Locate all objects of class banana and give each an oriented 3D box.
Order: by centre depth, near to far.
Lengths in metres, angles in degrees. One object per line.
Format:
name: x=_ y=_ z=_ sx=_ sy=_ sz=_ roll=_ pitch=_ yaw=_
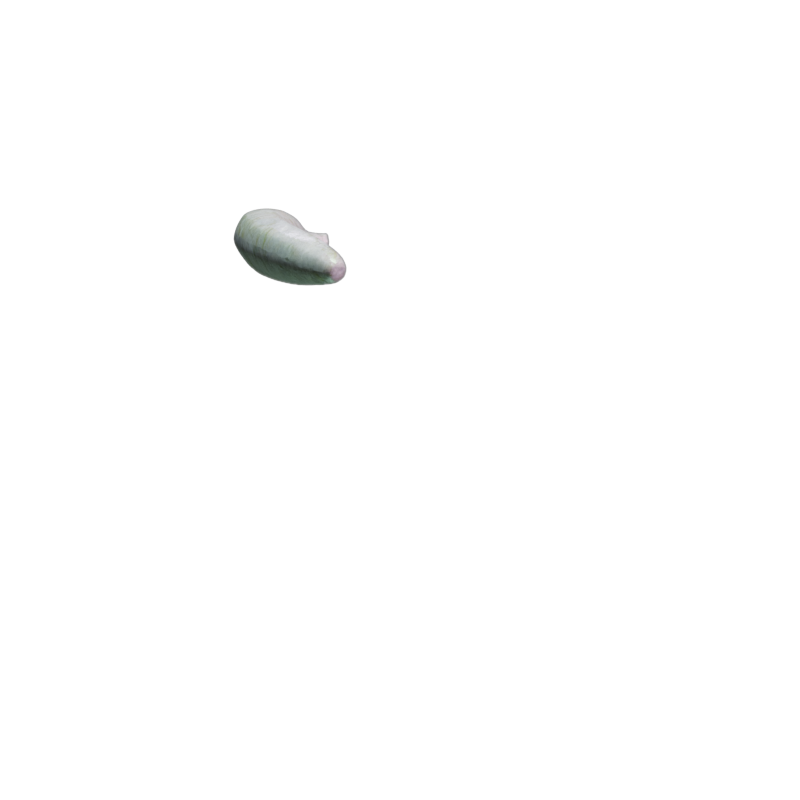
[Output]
banana: x=-0.076 y=-0.106 z=0.737 sx=0.069 sy=0.036 sz=0.204 roll=-1 pitch=15 yaw=-6
